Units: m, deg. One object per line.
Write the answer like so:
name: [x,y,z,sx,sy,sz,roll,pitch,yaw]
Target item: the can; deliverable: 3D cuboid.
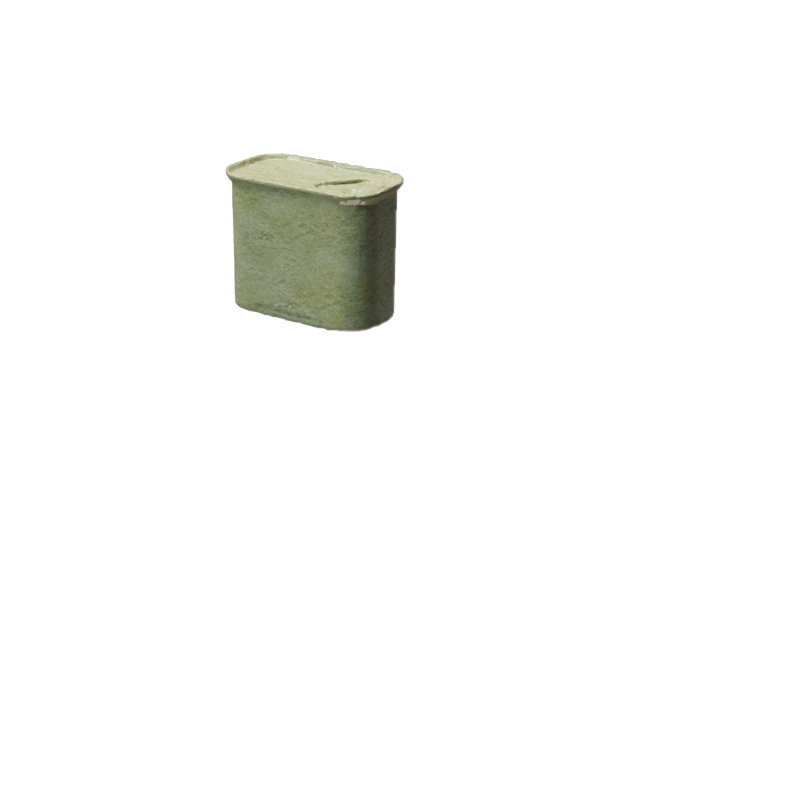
can: [-0.050,-0.092,0.645,0.107,0.080,0.057,15,25,29]
